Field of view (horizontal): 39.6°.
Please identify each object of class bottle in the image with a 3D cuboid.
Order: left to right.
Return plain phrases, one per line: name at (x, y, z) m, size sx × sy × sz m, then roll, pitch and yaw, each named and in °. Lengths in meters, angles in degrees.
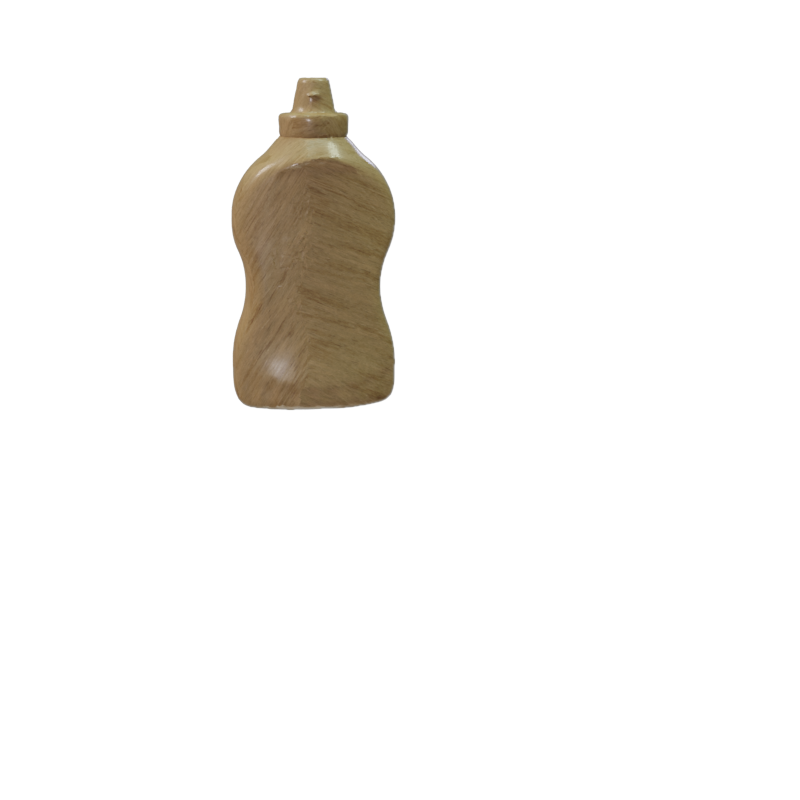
bottle at (-0.051, -0.093, 0.655) m, size 0.095 × 0.188 × 0.060 m, roll -1°, pitch 9°, yaw -8°
